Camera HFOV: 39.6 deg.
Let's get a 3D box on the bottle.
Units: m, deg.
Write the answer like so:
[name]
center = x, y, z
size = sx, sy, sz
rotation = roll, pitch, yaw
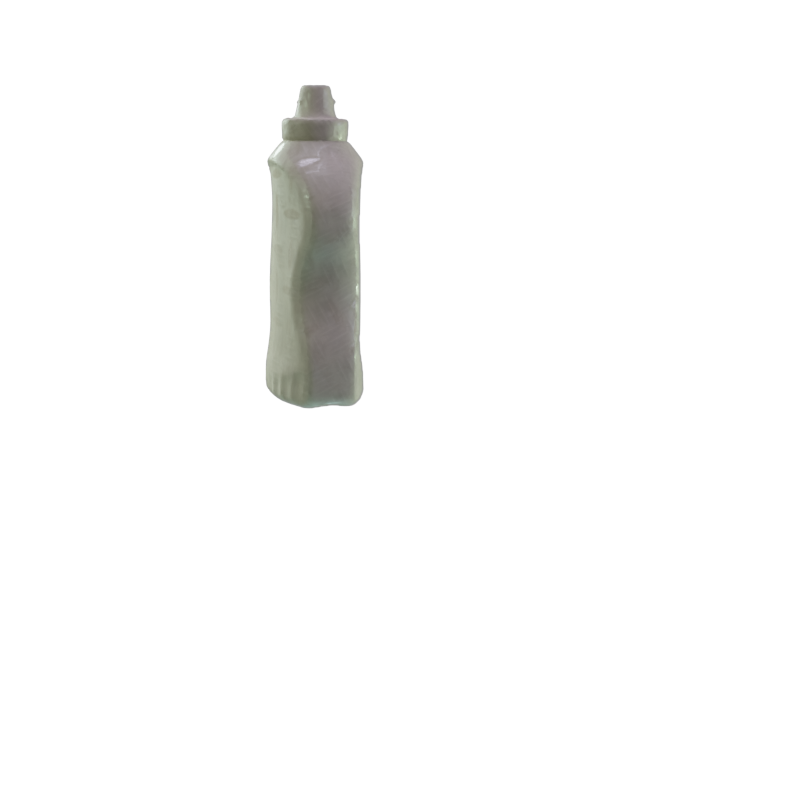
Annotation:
[bottle]
center = -0.053, -0.098, 0.687
size = 0.057, 0.189, 0.099
rotation = -1, 7, -15
